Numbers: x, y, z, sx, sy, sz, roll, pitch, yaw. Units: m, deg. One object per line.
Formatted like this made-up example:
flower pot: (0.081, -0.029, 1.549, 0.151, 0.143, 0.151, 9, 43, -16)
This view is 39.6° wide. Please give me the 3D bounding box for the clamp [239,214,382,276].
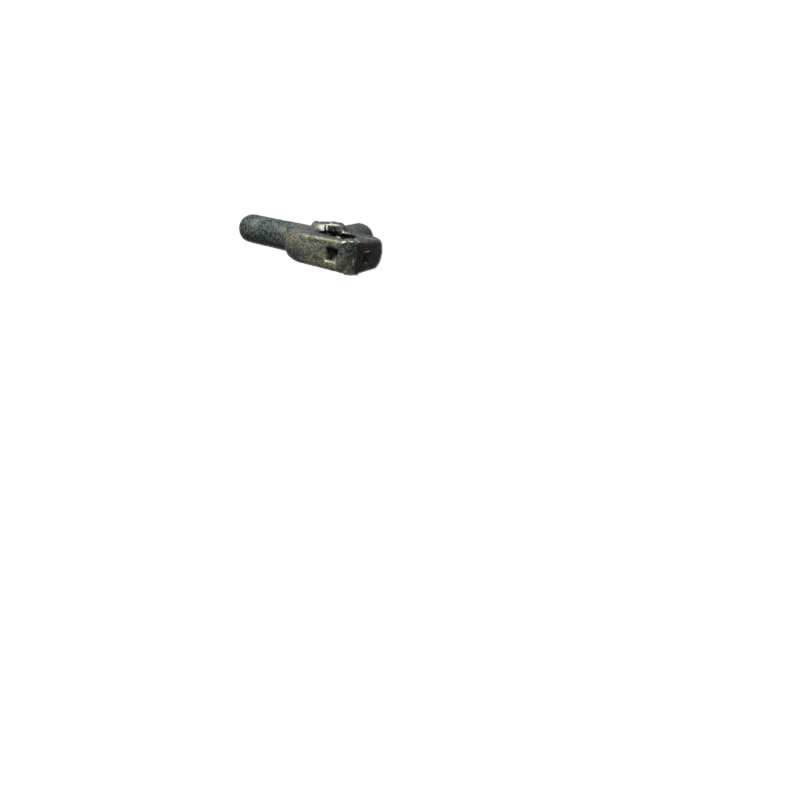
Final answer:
clamp: (-0.072, -0.131, 0.920, 0.119, 0.038, 0.177, -2, 12, -8)
